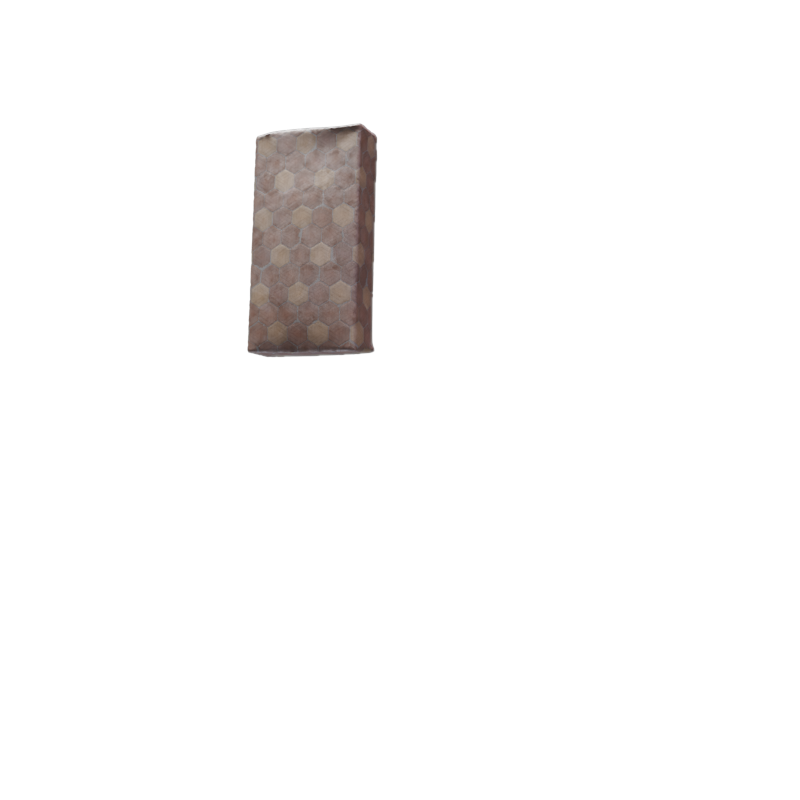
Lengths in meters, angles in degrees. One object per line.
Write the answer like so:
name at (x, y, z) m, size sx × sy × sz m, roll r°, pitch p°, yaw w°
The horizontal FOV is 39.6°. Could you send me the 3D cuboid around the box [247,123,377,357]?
box at (-0.068, -0.123, 0.864) m, size 0.096 × 0.180 × 0.046 m, roll -3°, pitch -9°, yaw 21°
